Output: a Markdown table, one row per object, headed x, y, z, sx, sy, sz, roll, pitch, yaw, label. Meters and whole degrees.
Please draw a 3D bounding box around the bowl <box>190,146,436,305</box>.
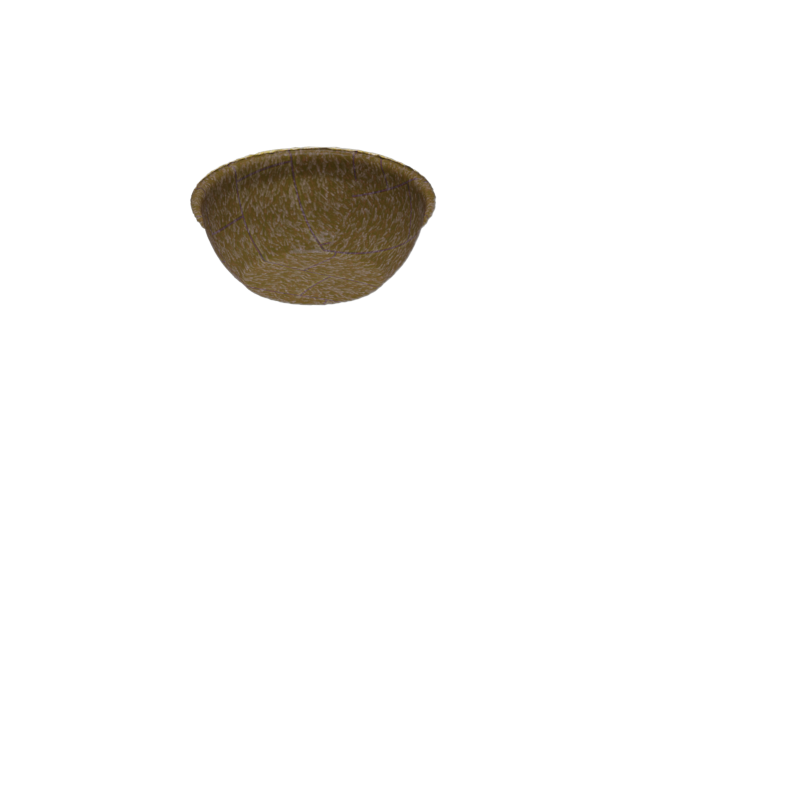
| x | y | z | sx | sy | sz | roll | pitch | yaw | label |
| --- | --- | --- | --- | --- | --- | --- | --- | --- | --- |
| -0.056 | -0.103 | 0.719 | 0.162 | 0.058 | 0.155 | 0 | -17 | -2 | bowl |
